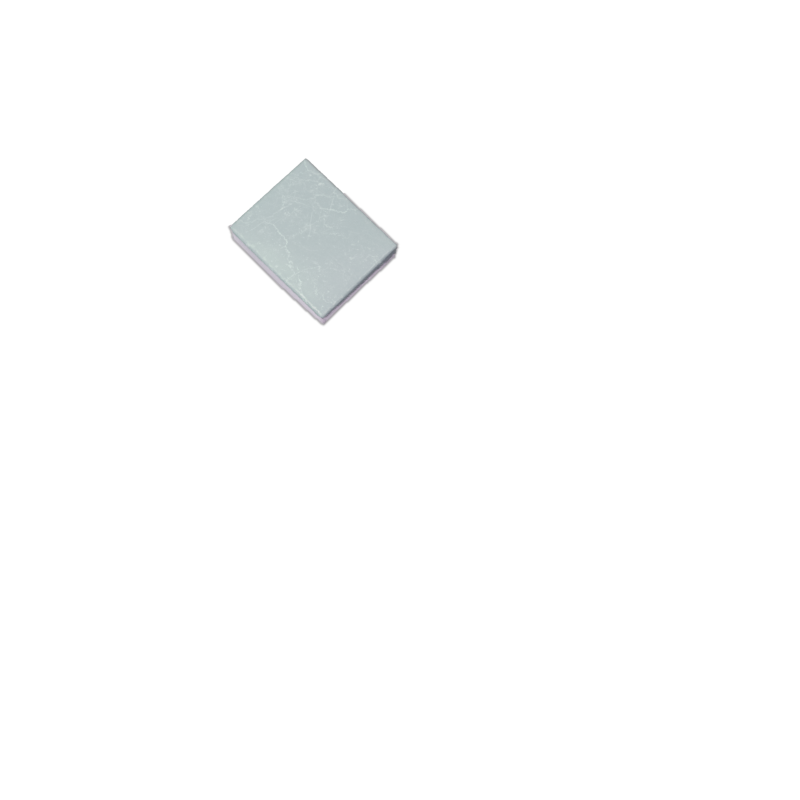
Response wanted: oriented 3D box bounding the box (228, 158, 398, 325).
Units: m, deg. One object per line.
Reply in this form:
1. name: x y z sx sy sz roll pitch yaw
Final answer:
1. box: -0.073 -0.132 0.926 0.090 0.117 0.037 -44 -11 -11
